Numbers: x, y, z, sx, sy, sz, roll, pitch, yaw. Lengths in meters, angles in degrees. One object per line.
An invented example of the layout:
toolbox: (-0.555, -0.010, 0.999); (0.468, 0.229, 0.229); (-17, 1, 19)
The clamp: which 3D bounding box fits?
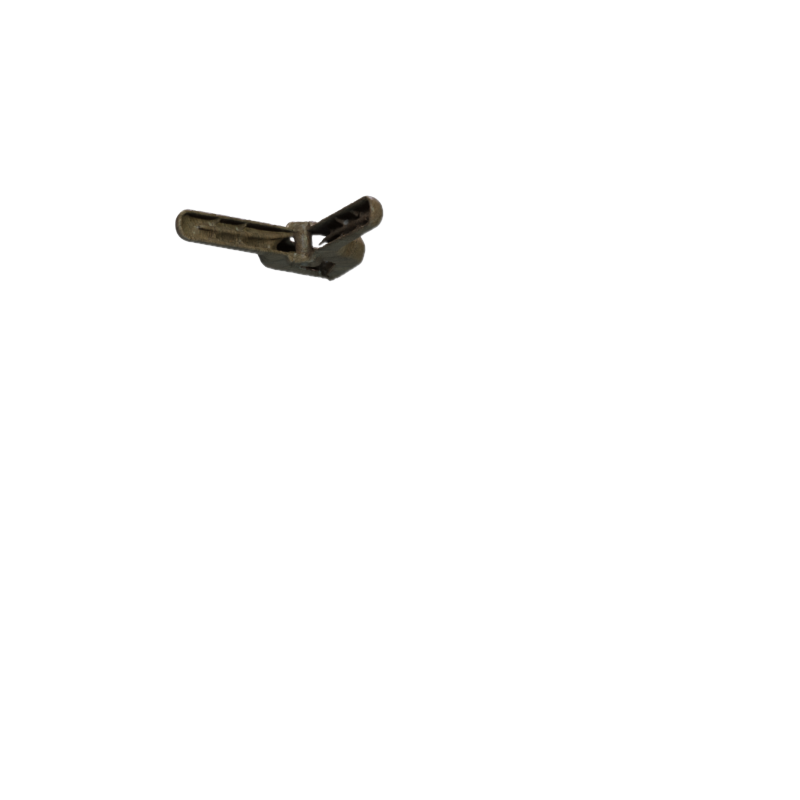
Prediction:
clamp: (-0.073, -0.134, 0.936); (0.168, 0.037, 0.201); (-2, -5, 17)
